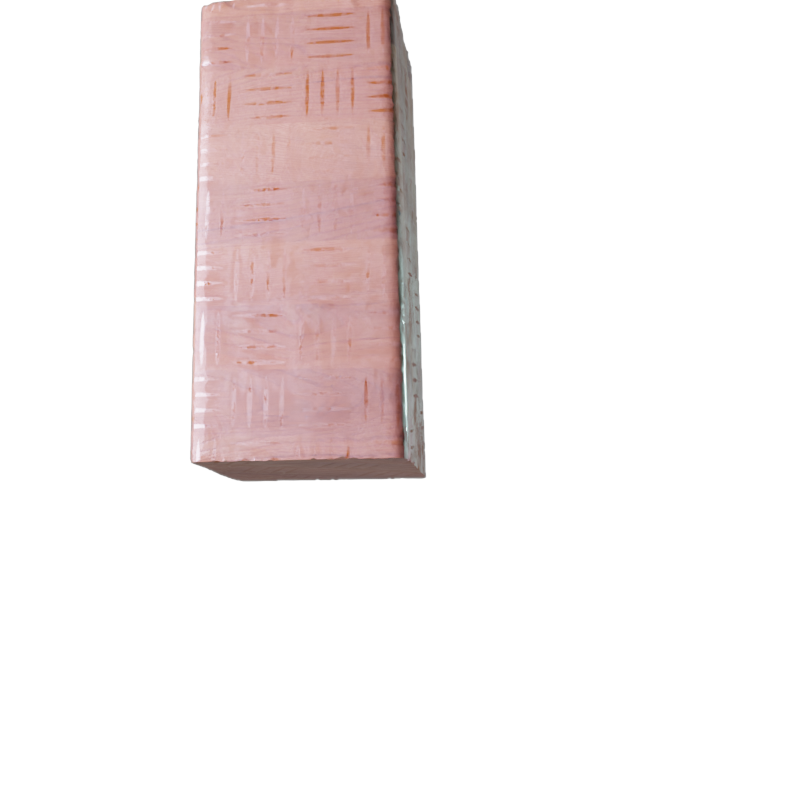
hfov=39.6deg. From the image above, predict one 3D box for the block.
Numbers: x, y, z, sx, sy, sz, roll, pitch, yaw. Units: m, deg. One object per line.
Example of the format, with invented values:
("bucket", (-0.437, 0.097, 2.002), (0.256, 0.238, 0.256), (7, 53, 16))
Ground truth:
("block", (-0.040, -0.072, 0.506), (0.092, 0.214, 0.086), (-3, -16, 8))
